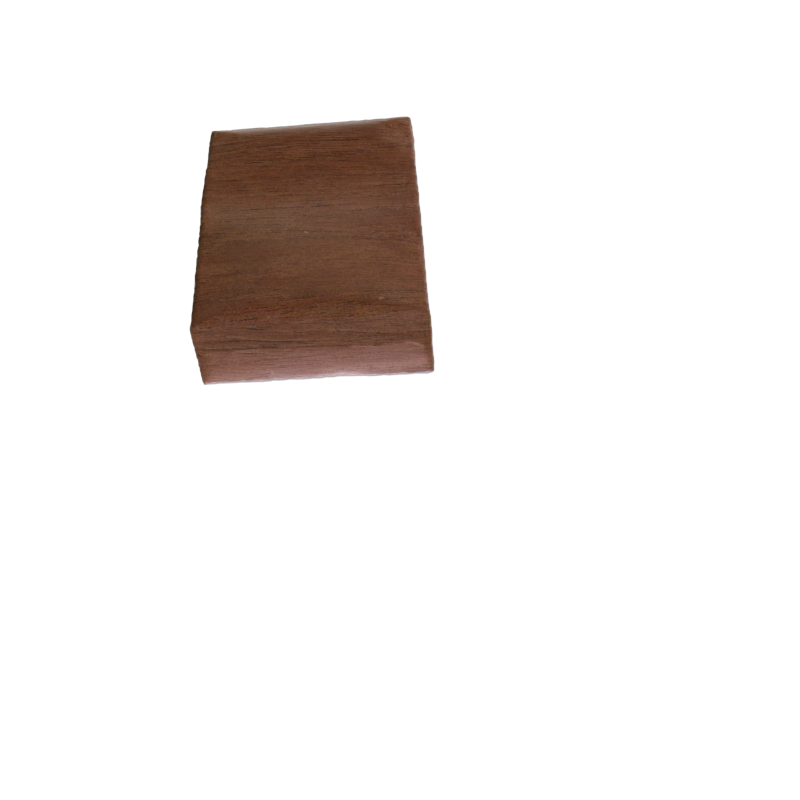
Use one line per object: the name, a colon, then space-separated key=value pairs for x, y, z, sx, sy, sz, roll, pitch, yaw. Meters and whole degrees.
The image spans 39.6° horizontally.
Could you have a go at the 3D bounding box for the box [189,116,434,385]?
box: x=-0.064 y=-0.118 z=0.823 sx=0.165 sy=0.230 sz=0.067 roll=-4 pitch=-41 yaw=2
